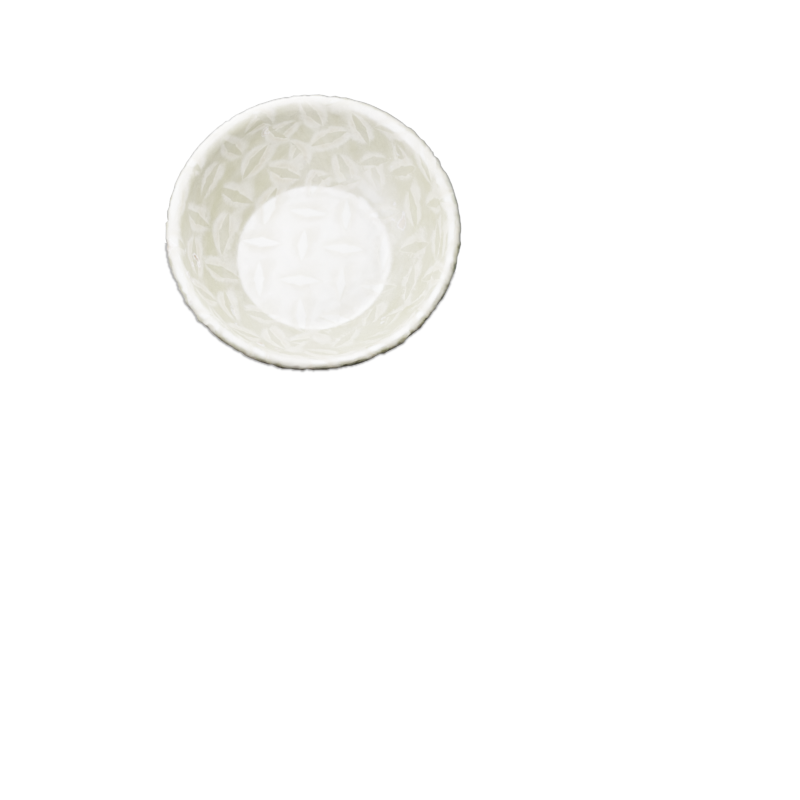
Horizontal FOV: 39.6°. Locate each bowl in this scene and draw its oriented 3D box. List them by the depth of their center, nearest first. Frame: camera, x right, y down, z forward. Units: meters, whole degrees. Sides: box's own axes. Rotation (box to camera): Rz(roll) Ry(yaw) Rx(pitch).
[{"bbox_3d":[-0.049,-0.090,0.629,0.162,0.169,0.053,-1,-18,-1],"label":"bowl"}]
